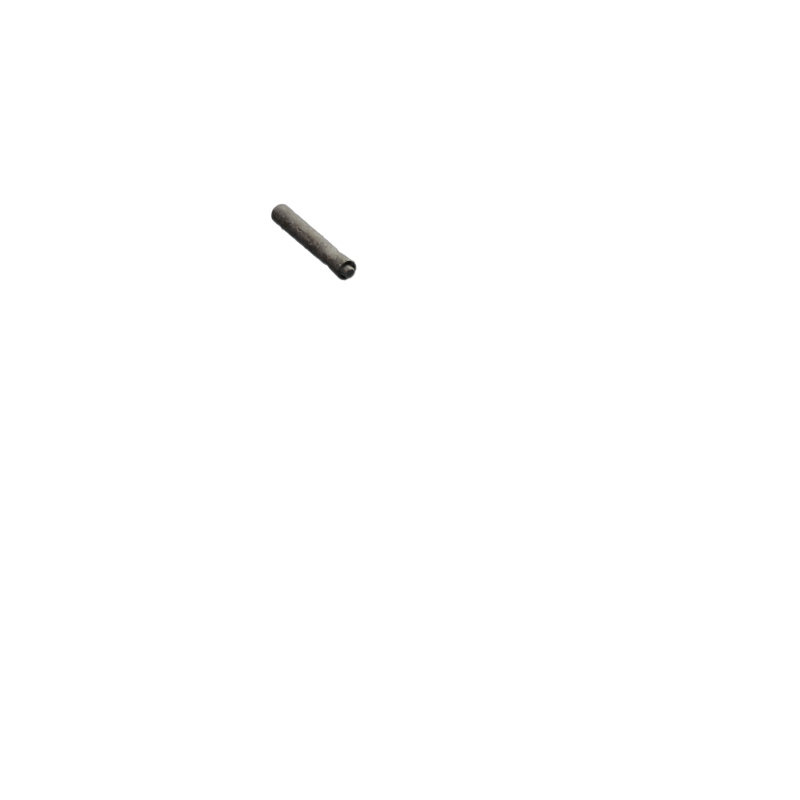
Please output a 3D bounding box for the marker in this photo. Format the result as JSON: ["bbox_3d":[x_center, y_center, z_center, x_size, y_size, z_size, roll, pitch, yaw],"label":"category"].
[{"bbox_3d":[-0.074,-0.135,0.948,0.019,0.019,0.130,-3,31,-35],"label":"marker"}]
